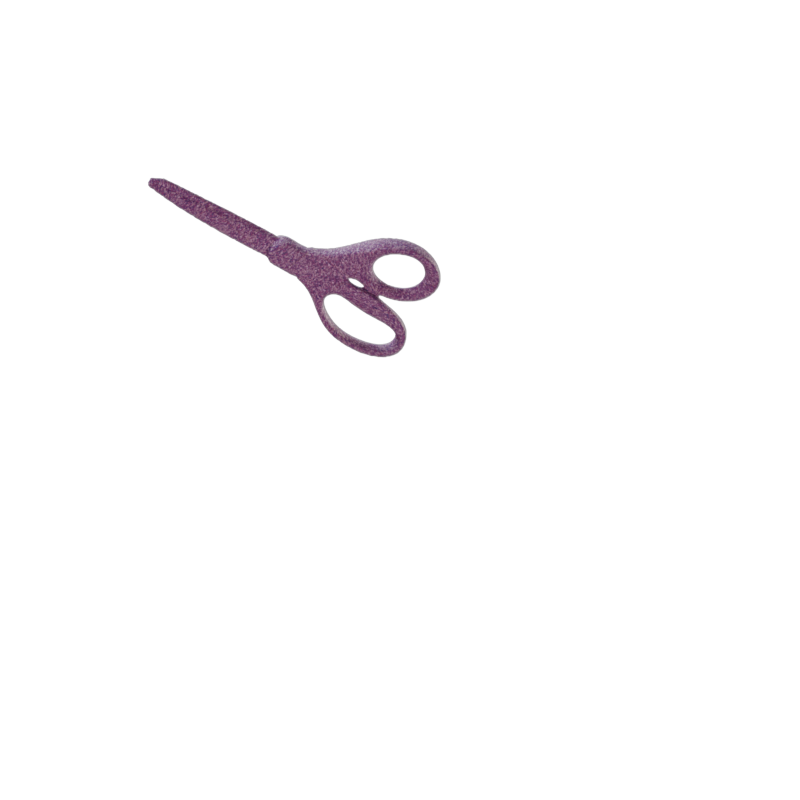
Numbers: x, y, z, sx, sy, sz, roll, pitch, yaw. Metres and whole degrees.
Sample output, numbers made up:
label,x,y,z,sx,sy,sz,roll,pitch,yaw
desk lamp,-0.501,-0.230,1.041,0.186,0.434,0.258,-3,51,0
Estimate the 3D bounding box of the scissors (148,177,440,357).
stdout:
label,x,y,z,sx,sy,sz,roll,pitch,yaw
scissors,-0.055,-0.101,0.707,0.095,0.191,0.017,-37,26,22
